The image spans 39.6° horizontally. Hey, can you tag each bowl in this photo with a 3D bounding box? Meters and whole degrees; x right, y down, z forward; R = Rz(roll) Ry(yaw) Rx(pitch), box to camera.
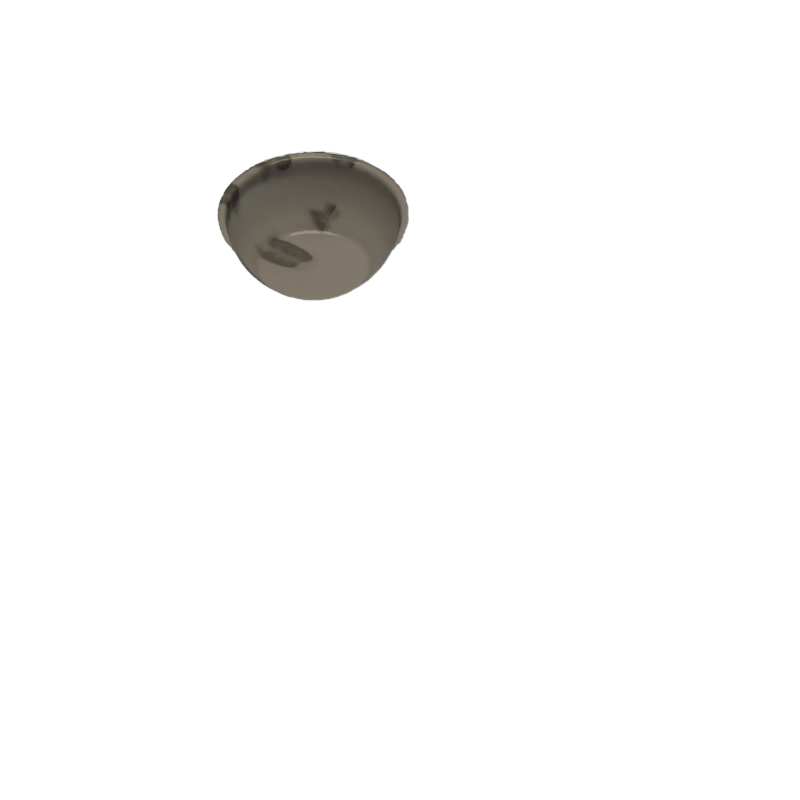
[{"bbox_3d":[-0.072,-0.131,0.917,0.162,0.059,0.151,1,-35,-2],"label":"bowl"}]
